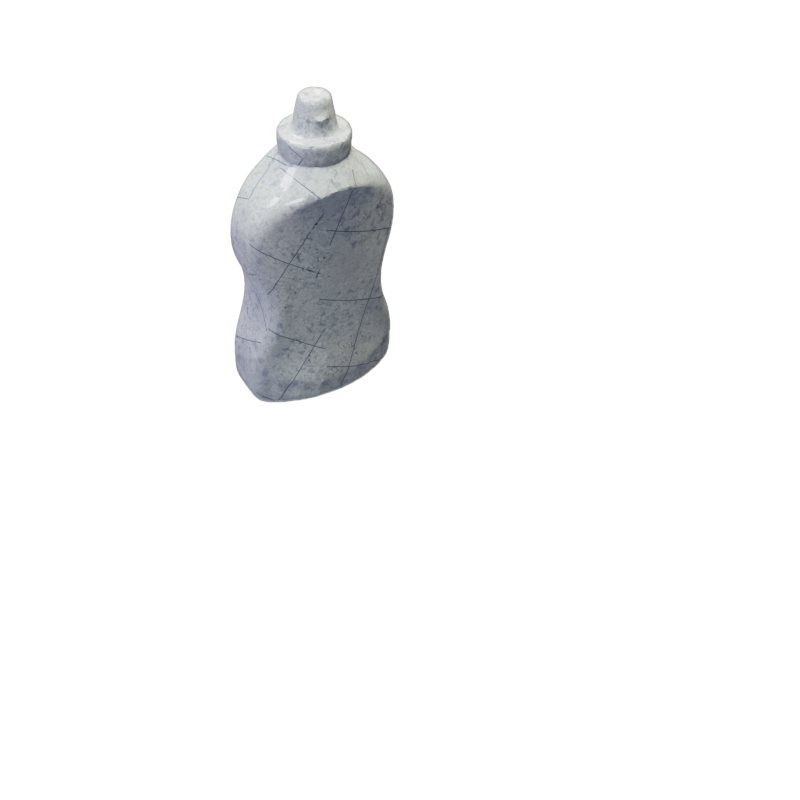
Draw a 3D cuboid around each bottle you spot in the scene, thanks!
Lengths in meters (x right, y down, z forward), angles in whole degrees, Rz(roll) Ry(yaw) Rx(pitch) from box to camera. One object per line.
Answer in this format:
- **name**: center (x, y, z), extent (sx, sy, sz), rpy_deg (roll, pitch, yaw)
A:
- **bottle**: center (-0.050, -0.091, 0.637), extent (0.095, 0.179, 0.063), rpy_deg (-17, 42, -24)
